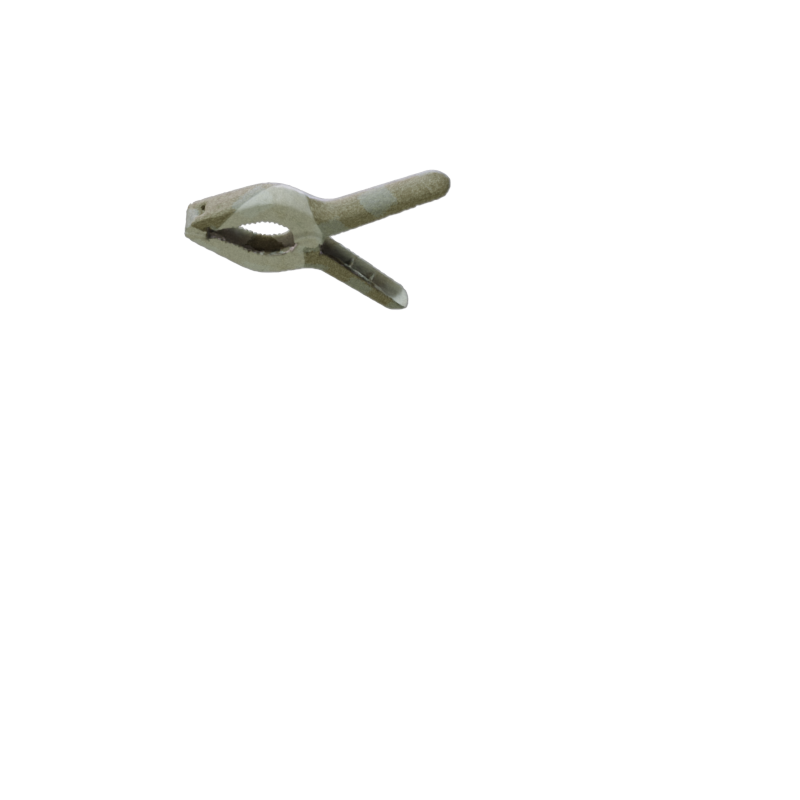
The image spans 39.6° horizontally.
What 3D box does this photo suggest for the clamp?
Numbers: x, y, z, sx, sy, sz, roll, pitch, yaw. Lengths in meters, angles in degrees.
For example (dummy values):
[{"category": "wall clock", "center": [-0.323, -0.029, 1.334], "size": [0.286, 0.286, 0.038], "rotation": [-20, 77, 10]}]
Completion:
[{"category": "clamp", "center": [-0.072, -0.131, 0.921], "size": [0.209, 0.039, 0.154], "rotation": [2, -37, -3]}]
